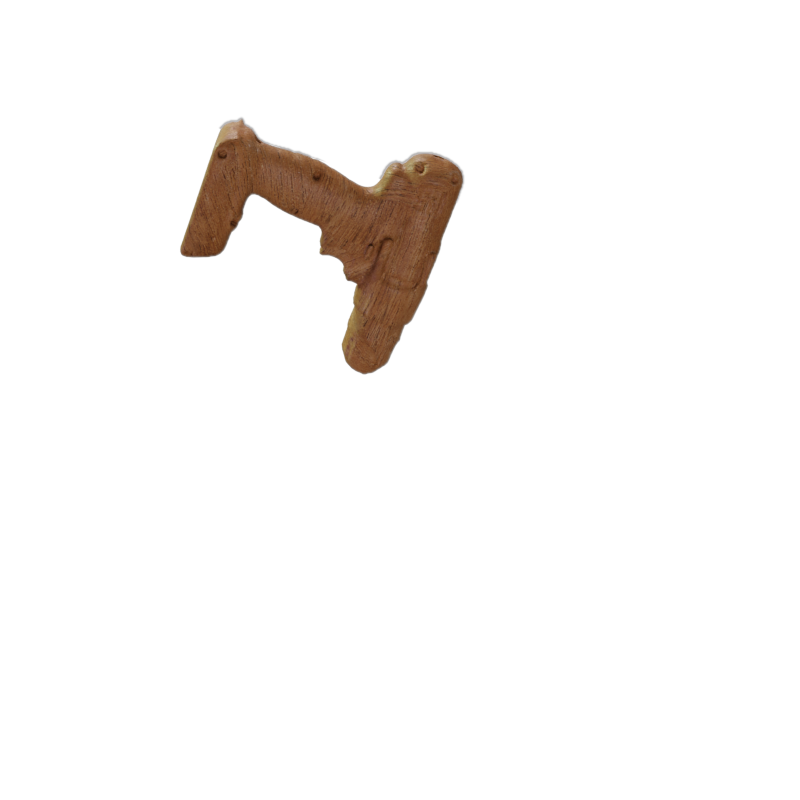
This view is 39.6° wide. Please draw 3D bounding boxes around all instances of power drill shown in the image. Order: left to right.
[{"bbox_3d":[-0.065,-0.119,0.833,0.185,0.178,0.060,17,23,-8],"label":"power drill"}]
